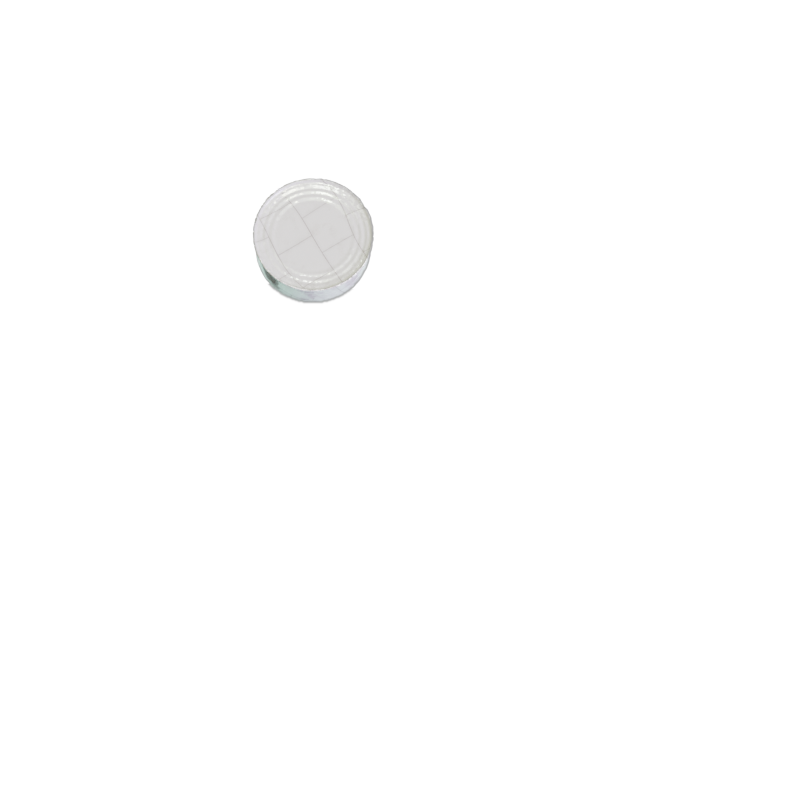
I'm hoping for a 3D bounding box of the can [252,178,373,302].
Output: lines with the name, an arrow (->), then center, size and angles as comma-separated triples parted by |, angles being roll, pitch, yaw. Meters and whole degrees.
can -> -0.063, -0.114, 0.800 | 0.086, 0.090, 0.032 | -1, -19, -1
